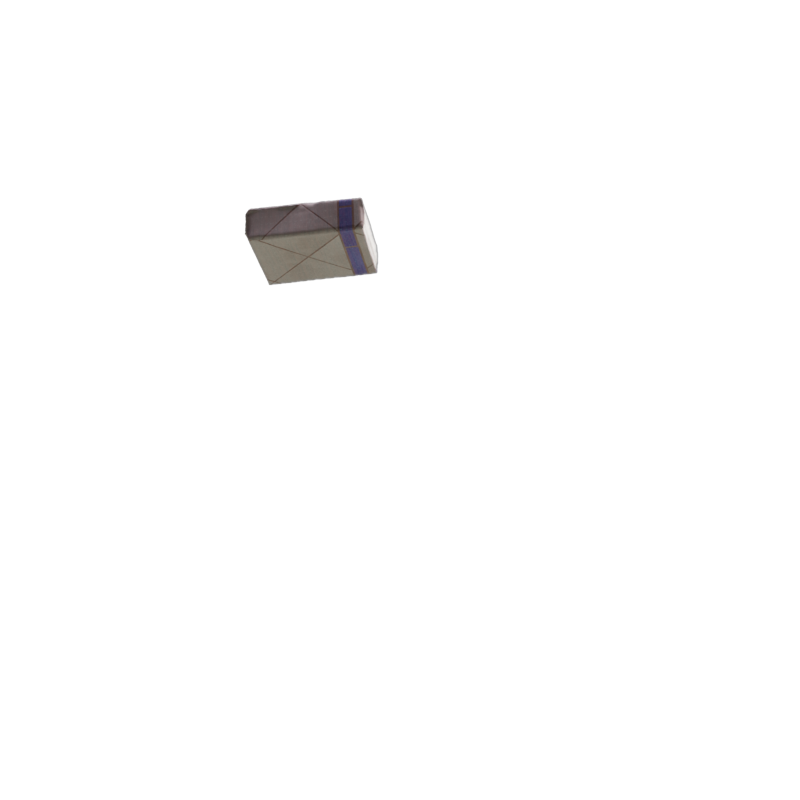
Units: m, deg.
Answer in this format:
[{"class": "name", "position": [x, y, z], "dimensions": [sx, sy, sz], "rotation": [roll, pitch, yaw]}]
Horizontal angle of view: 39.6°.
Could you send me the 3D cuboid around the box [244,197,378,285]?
[{"class": "box", "position": [-0.066, -0.120, 0.837], "dimensions": [0.090, 0.032, 0.068], "rotation": [-4, -24, 9]}]
